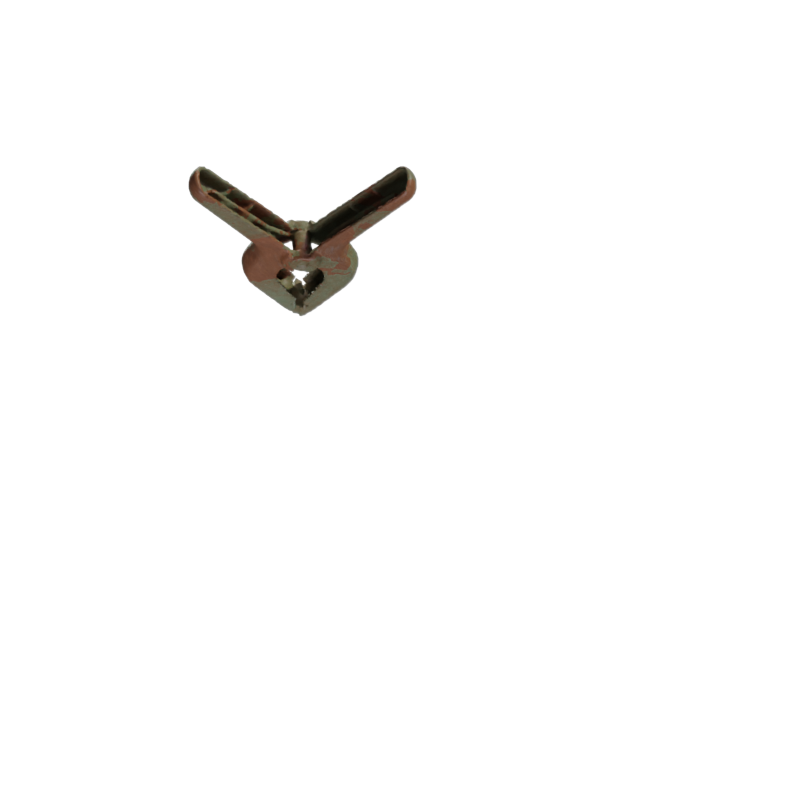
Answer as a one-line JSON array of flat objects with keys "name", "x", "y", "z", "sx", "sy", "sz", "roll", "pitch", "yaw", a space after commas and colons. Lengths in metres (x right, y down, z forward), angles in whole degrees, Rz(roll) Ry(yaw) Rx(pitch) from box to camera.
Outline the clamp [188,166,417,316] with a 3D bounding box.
[{"name": "clamp", "x": -0.069, "y": -0.125, "z": 0.876, "sx": 0.165, "sy": 0.038, "sz": 0.197, "roll": -1, "pitch": -23, "yaw": 3}]
